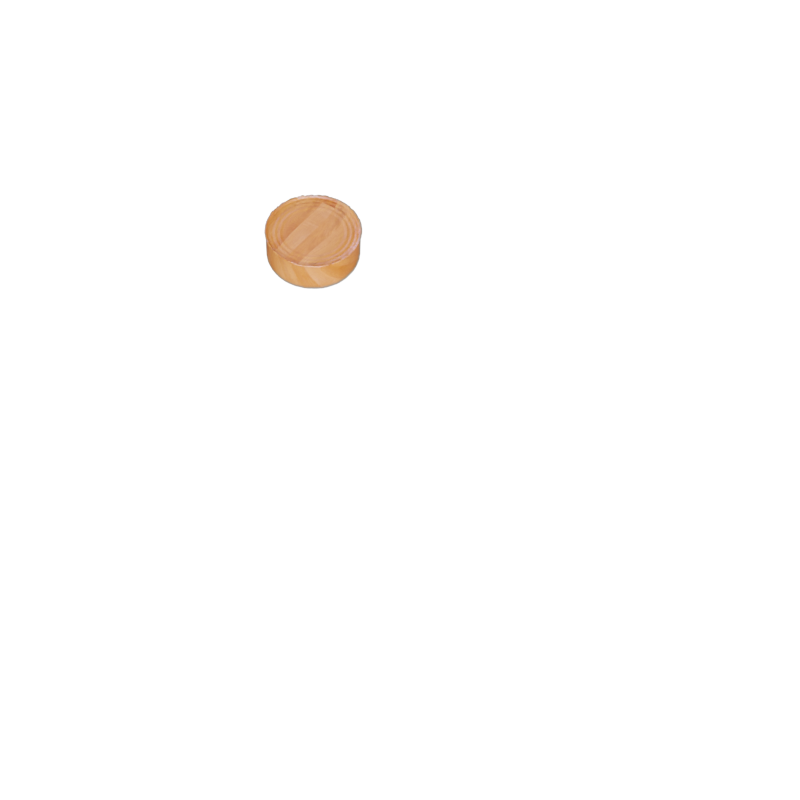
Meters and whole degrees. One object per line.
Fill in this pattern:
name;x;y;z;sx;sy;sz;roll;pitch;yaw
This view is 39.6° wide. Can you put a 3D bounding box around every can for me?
can;-0.077;-0.141;0.986;0.086;0.092;0.031;-1;-38;-1
